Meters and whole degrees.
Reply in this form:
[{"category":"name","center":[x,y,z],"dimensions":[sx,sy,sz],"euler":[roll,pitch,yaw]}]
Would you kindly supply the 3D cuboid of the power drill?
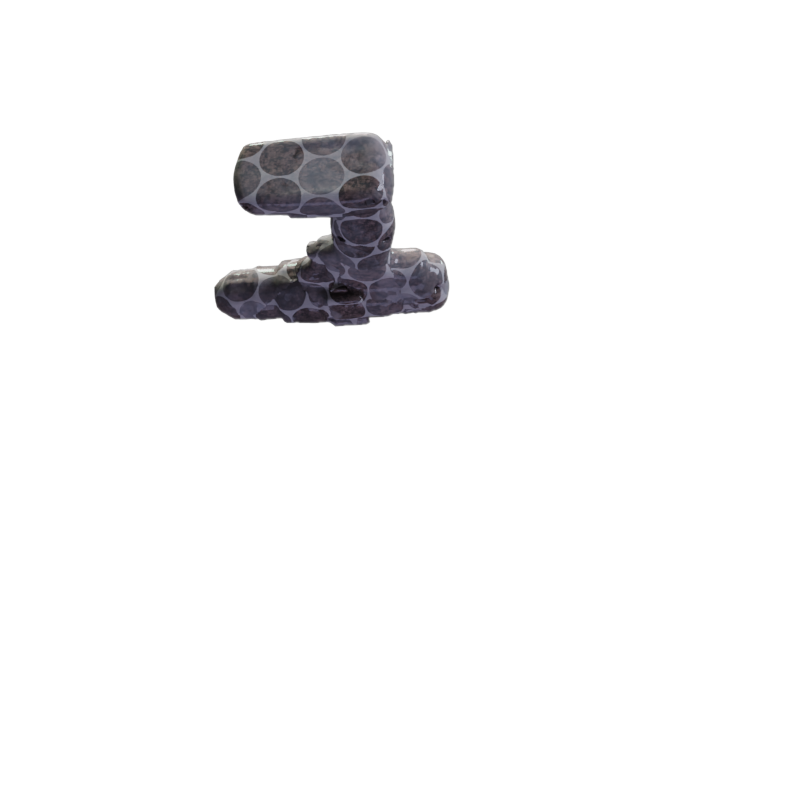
[{"category":"power drill","center":[-0.063,-0.115,0.807],"dimensions":[0.186,0.061,0.175],"euler":[-4,-25,8]}]
